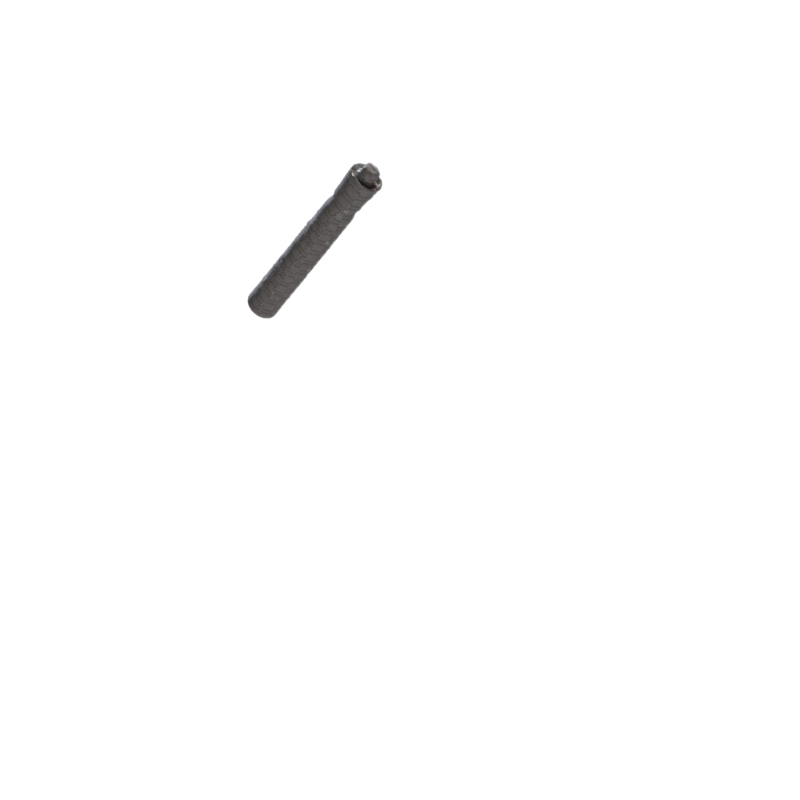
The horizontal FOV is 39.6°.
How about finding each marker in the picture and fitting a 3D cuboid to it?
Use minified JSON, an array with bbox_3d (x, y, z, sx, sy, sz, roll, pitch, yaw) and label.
[{"bbox_3d":[-0.046,-0.084,0.592,0.019,0.021,0.118,-2,-30,-41],"label":"marker"}]
